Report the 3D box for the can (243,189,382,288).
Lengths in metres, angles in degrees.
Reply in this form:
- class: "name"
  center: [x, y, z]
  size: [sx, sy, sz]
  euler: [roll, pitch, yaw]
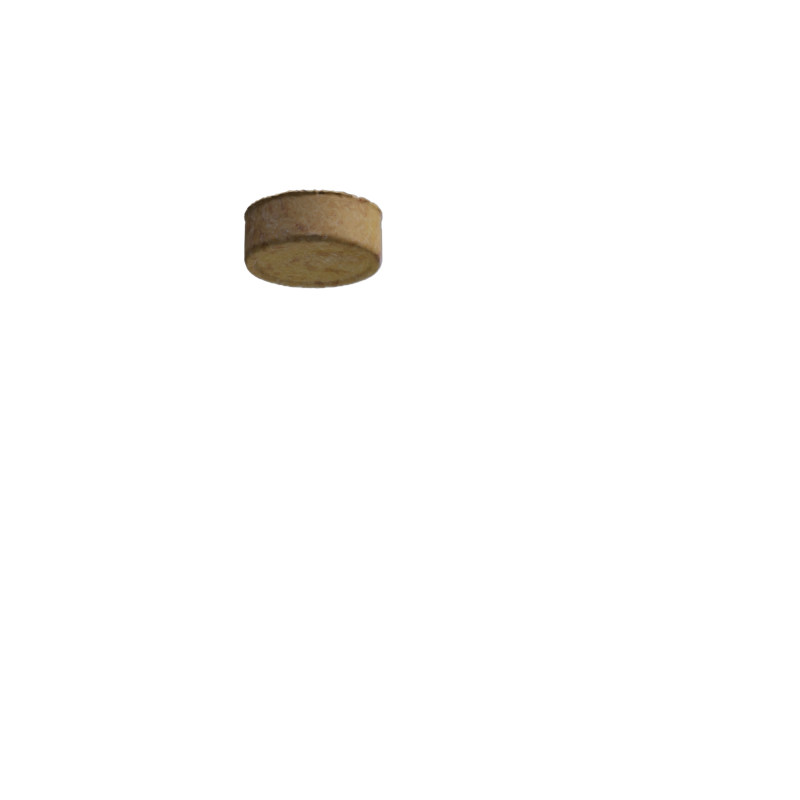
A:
- class: "can"
  center: [-0.053, -0.097, 0.680]
  size: [0.086, 0.035, 0.082]
  euler: [0, -15, -2]
